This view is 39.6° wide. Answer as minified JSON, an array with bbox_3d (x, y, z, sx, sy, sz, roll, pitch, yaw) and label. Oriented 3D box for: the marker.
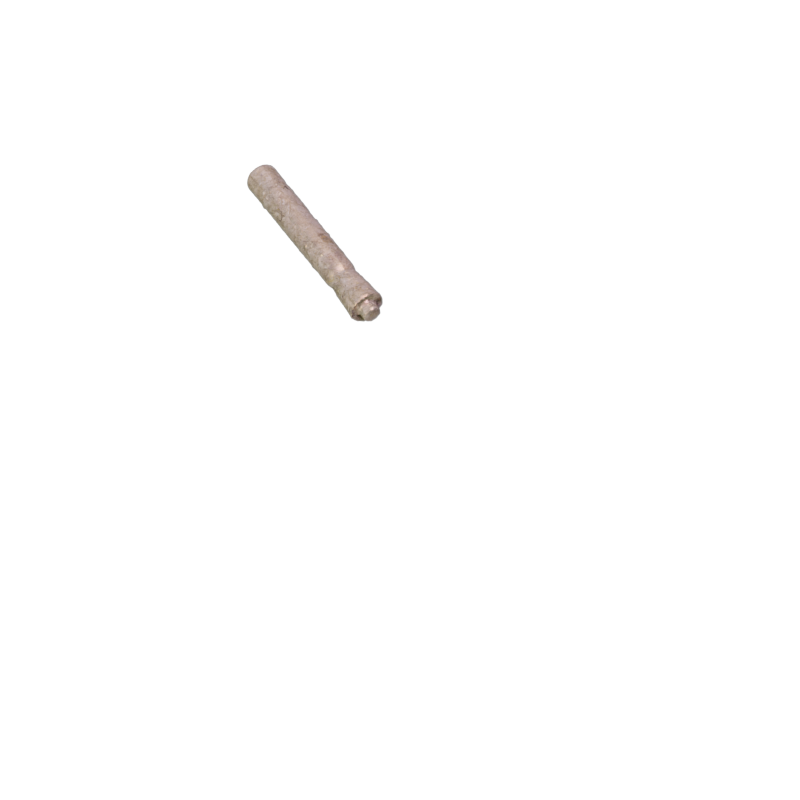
[{"bbox_3d":[-0.046,-0.084,0.591,0.019,0.019,0.131,-2,42,-39],"label":"marker"}]
